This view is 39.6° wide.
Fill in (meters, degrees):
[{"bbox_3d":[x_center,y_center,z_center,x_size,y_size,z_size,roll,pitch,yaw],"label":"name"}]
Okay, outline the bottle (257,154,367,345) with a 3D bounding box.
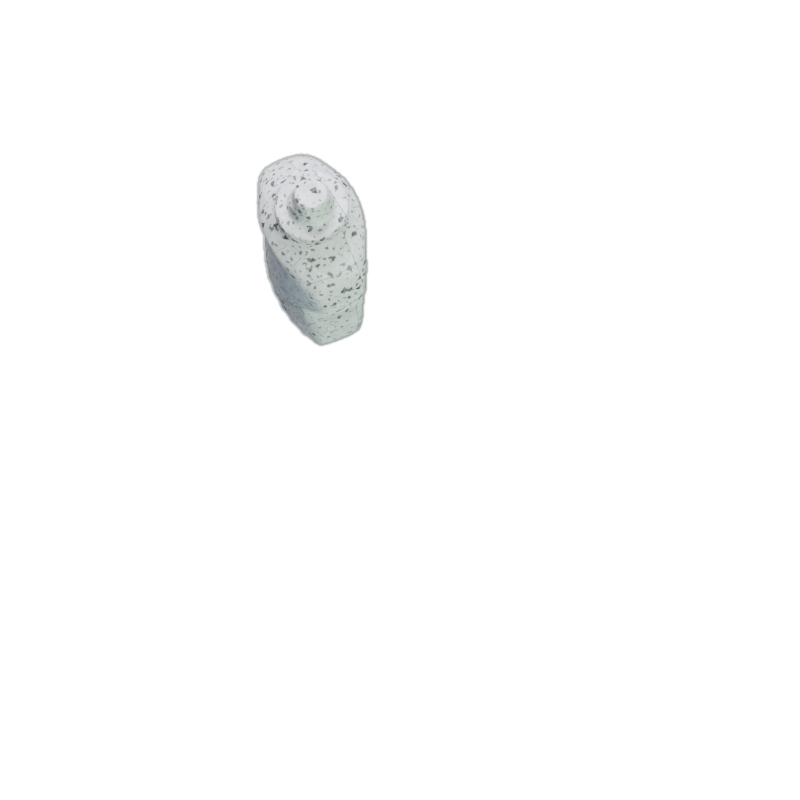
[{"bbox_3d":[-0.053,-0.096,0.674,0.058,0.099,0.186,-21,-8,-7],"label":"bottle"}]
